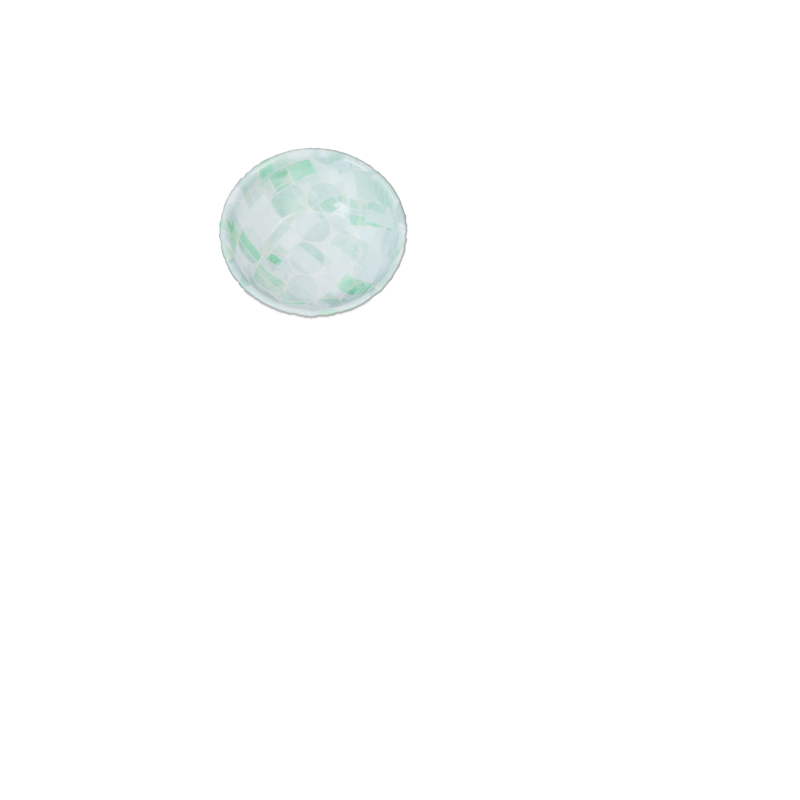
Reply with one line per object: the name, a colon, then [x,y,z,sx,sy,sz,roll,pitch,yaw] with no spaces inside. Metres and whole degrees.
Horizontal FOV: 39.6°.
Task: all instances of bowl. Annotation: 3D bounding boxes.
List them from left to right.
bowl: [-0.076,-0.139,0.975,0.162,0.171,0.052,-1,-23,-1]
